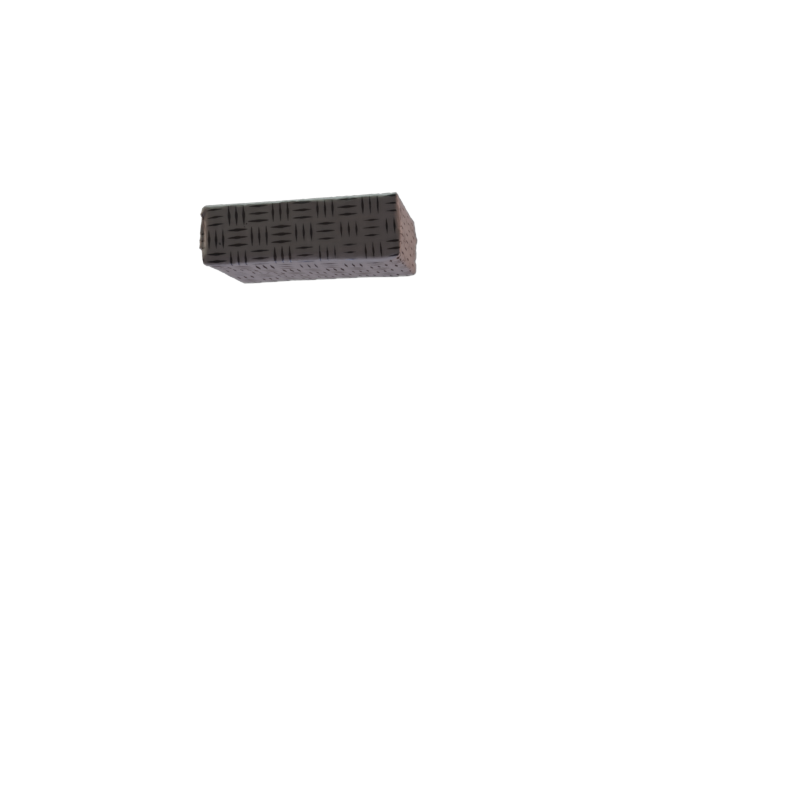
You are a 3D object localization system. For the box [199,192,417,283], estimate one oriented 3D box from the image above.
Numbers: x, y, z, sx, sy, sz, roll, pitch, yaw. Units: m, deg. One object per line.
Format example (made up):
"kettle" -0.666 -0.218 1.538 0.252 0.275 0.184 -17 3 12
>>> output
"box" -0.050 -0.092 0.645 0.115 0.039 0.088 0 -1 9
